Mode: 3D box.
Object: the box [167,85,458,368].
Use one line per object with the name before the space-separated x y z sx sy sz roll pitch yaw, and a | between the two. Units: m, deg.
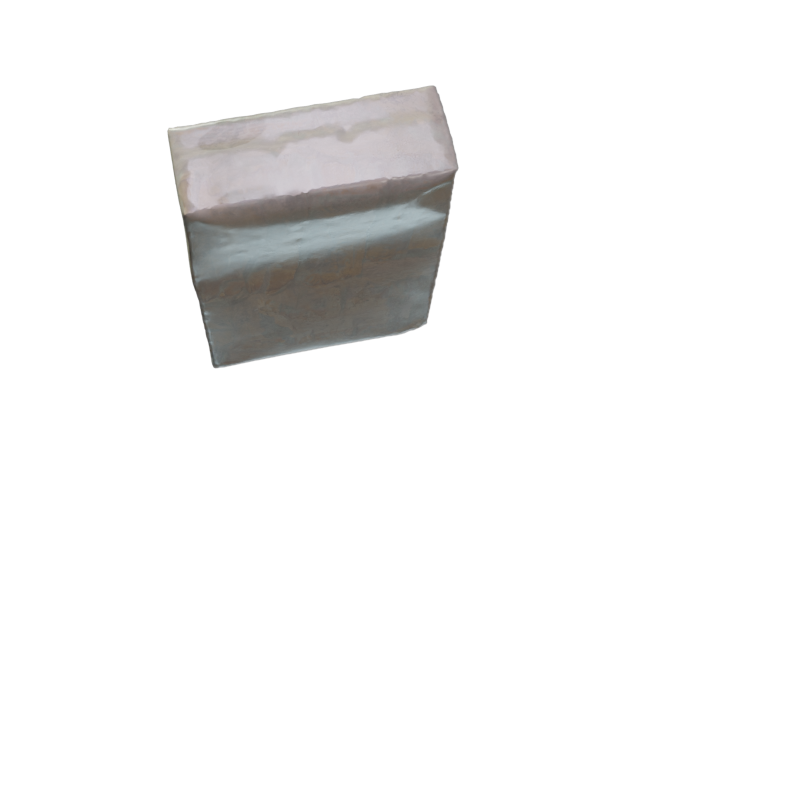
box | -0.057 -0.104 0.729 0.163 0.076 0.202 -11 -22 -8
